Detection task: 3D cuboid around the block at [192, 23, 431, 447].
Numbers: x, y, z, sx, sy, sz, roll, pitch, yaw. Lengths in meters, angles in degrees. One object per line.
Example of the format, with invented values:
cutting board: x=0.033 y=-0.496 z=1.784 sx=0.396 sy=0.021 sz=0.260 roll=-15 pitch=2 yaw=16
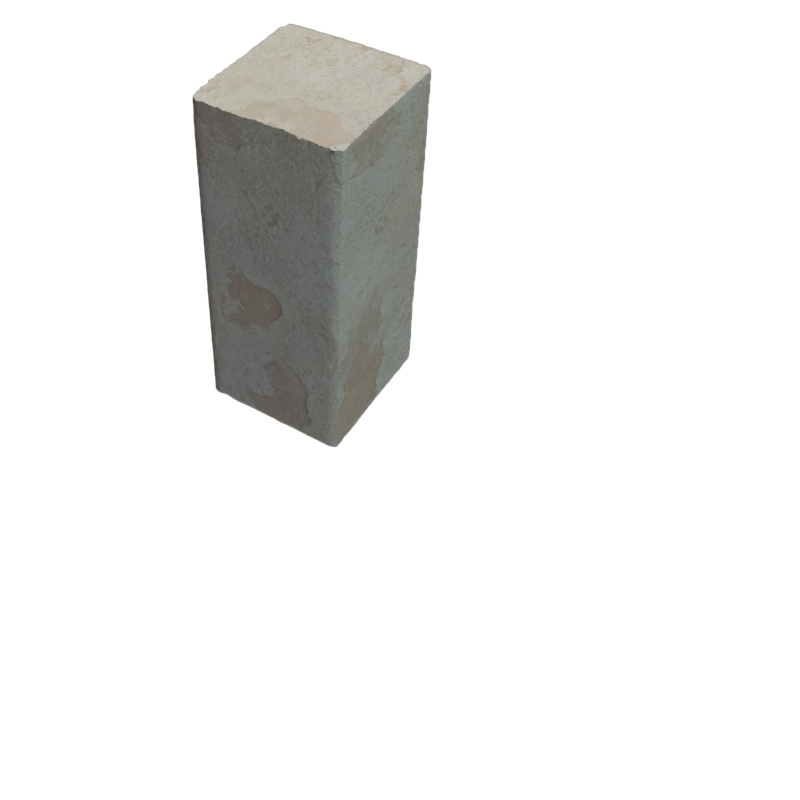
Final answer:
block: x=-0.048 y=-0.088 z=0.611 sx=0.094 sy=0.192 sz=0.093 roll=24 pitch=47 yaw=20
